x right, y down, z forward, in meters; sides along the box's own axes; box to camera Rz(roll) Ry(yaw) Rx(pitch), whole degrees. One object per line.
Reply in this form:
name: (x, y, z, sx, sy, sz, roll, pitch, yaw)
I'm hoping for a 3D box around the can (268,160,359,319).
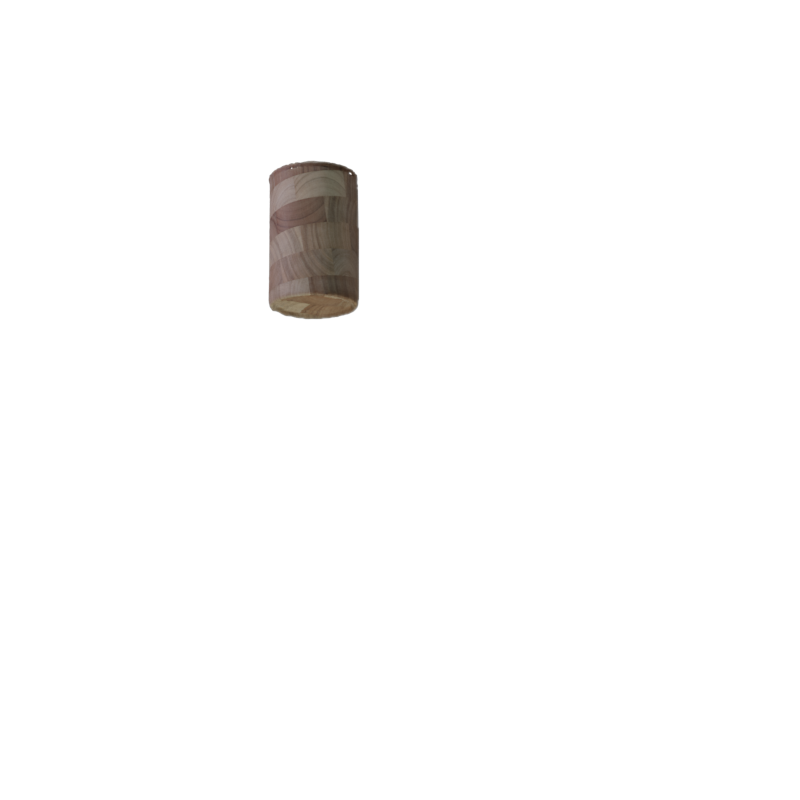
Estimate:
can: (-0.065, -0.118, 0.825, 0.068, 0.107, 0.066, 0, -17, -2)
